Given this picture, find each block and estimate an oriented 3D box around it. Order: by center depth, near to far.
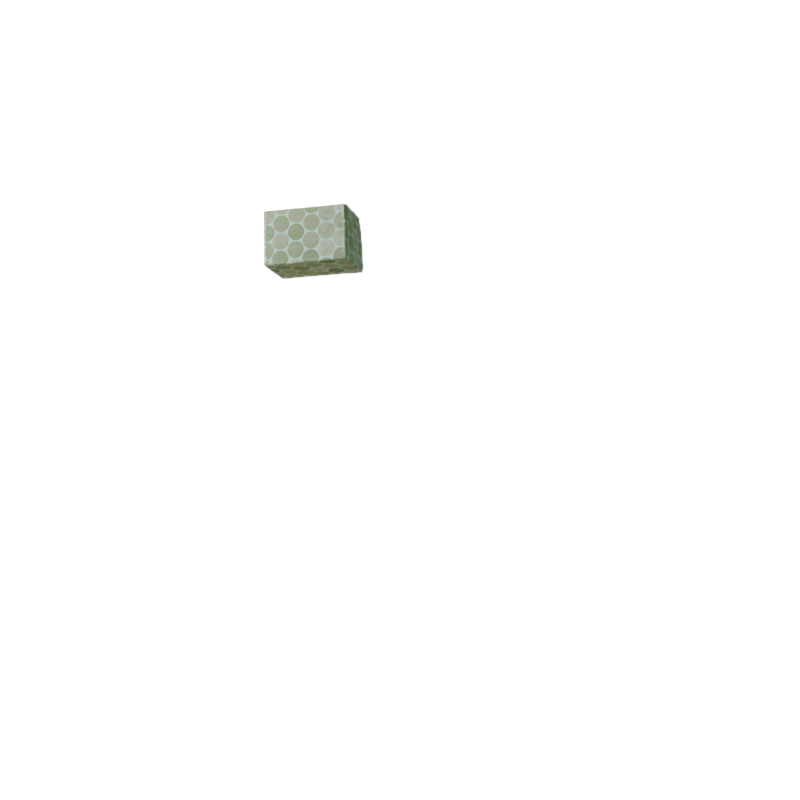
[{"bbox_3d":[-0.077,-0.141,0.986,0.079,0.053,0.050,-3,-12,15],"label":"block"}]
